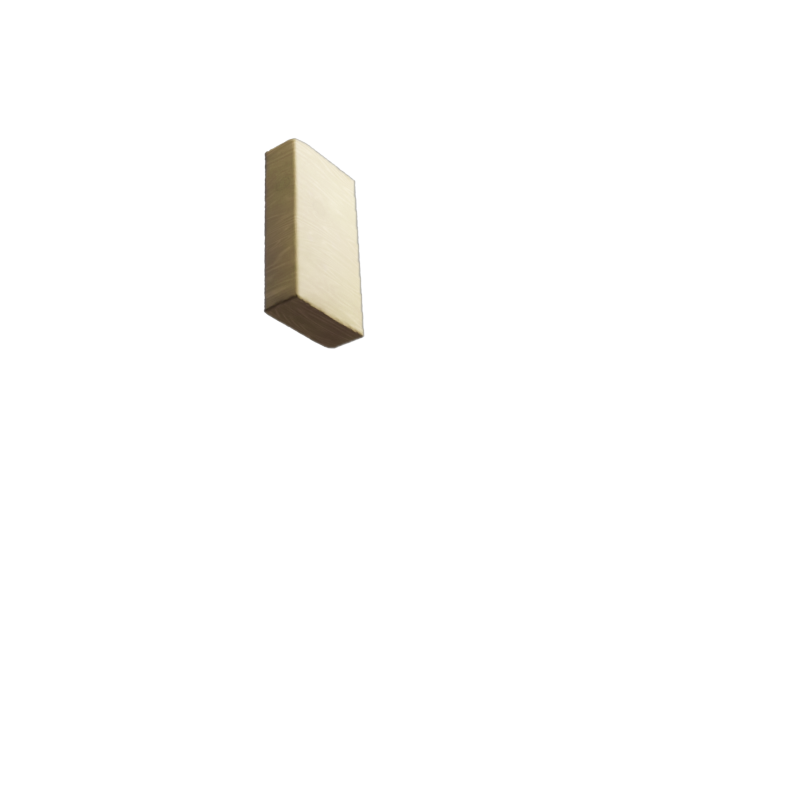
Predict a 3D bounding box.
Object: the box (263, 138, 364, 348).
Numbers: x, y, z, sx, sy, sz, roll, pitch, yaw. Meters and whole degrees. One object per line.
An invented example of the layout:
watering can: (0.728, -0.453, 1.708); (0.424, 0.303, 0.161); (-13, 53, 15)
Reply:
box: (-0.078, -0.143, 0.997); (0.048, 0.188, 0.087); (-24, -37, 31)
